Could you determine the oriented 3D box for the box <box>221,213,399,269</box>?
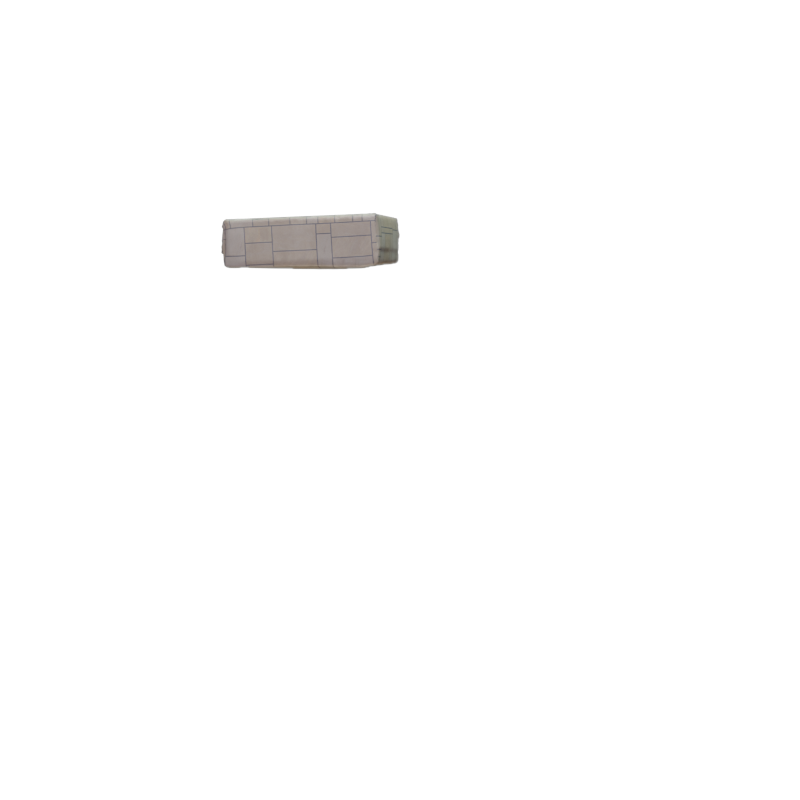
[{"bbox_3d":[-0.063,-0.115,0.805,0.115,0.039,0.089,2,7,12],"label":"box"}]
